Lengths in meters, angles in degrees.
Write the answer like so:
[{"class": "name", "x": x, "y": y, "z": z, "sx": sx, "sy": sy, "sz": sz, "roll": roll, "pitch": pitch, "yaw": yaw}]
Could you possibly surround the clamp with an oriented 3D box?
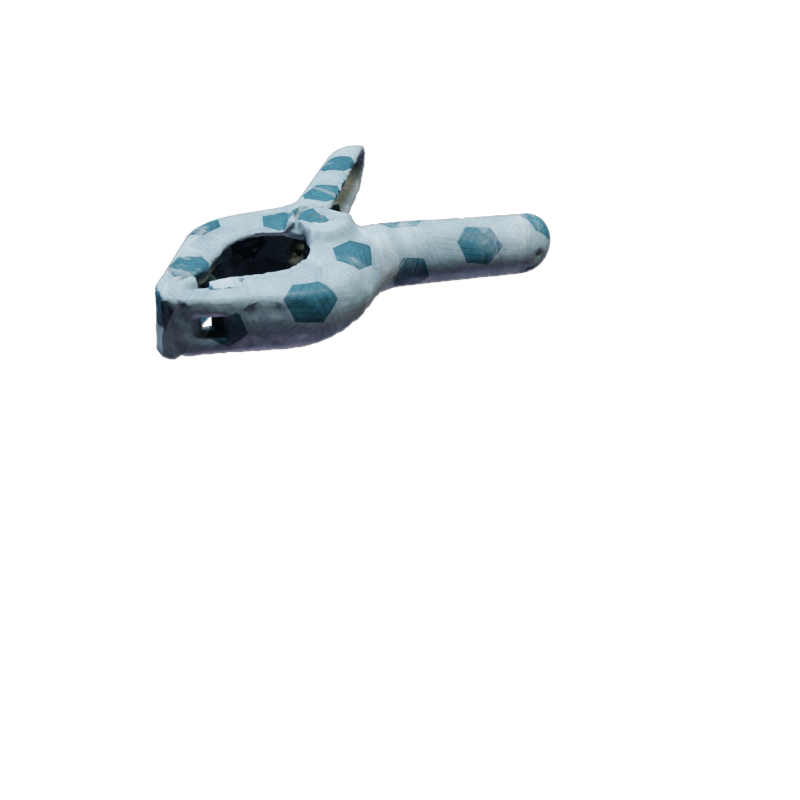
[{"class": "clamp", "x": -0.036, "y": -0.066, "z": 0.462, "sx": 0.169, "sy": 0.037, "sz": 0.128, "roll": -20, "pitch": 34, "yaw": -33}]
